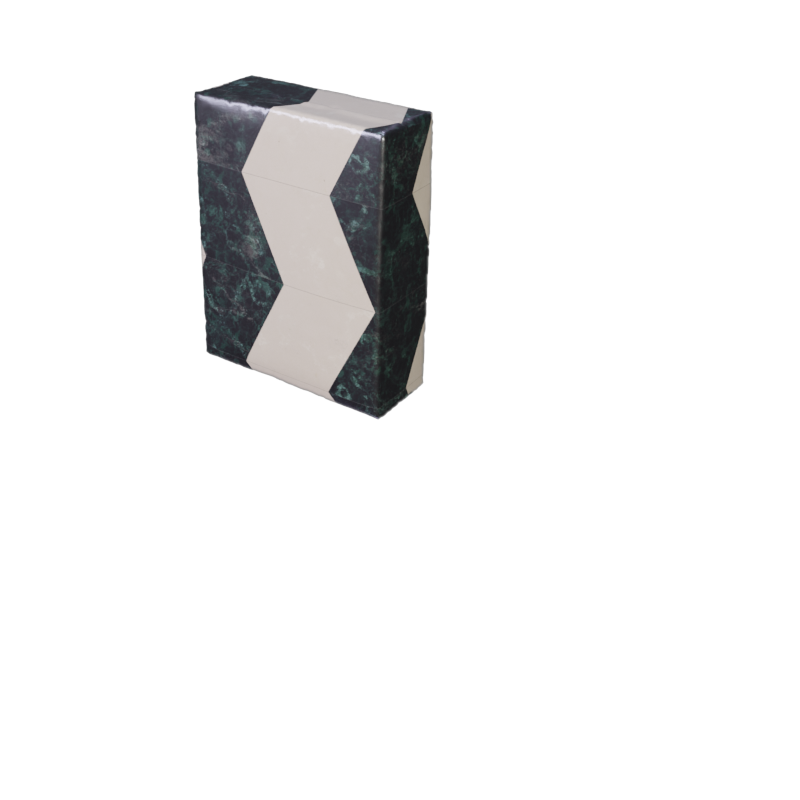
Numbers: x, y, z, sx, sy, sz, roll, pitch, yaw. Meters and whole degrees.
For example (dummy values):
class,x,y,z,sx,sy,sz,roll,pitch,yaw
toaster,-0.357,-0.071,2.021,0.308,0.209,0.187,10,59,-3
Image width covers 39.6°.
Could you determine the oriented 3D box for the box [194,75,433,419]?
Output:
class,x,y,z,sx,sy,sz,roll,pitch,yaw
box,-0.063,-0.114,0.801,0.173,0.202,0.072,19,31,31
